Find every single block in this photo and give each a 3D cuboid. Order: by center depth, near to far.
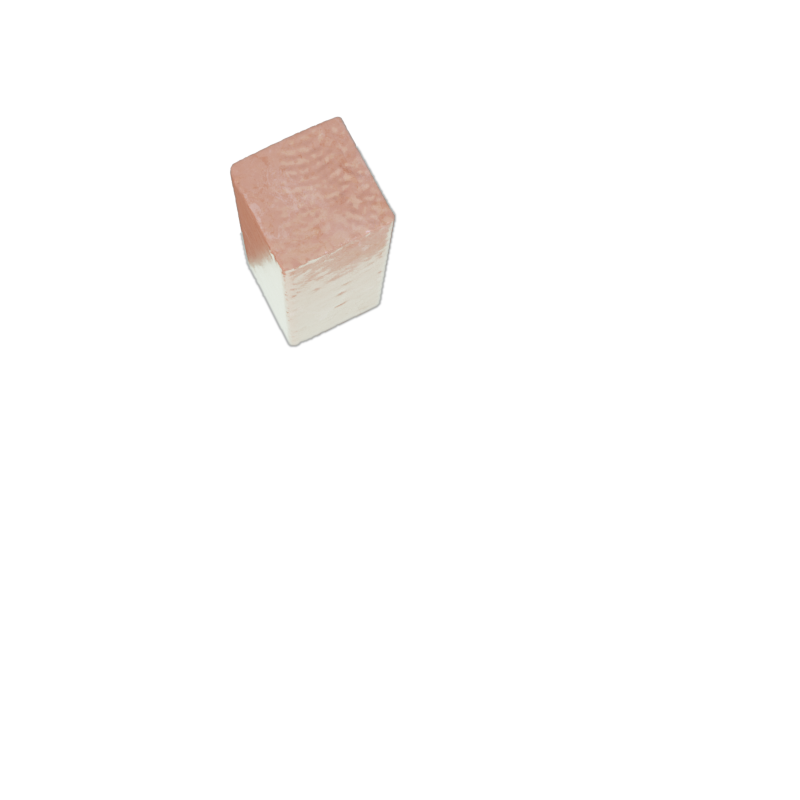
[{"bbox_3d":[-0.068,-0.123,0.861,0.090,0.094,0.199,-26,-10,-9],"label":"block"}]
